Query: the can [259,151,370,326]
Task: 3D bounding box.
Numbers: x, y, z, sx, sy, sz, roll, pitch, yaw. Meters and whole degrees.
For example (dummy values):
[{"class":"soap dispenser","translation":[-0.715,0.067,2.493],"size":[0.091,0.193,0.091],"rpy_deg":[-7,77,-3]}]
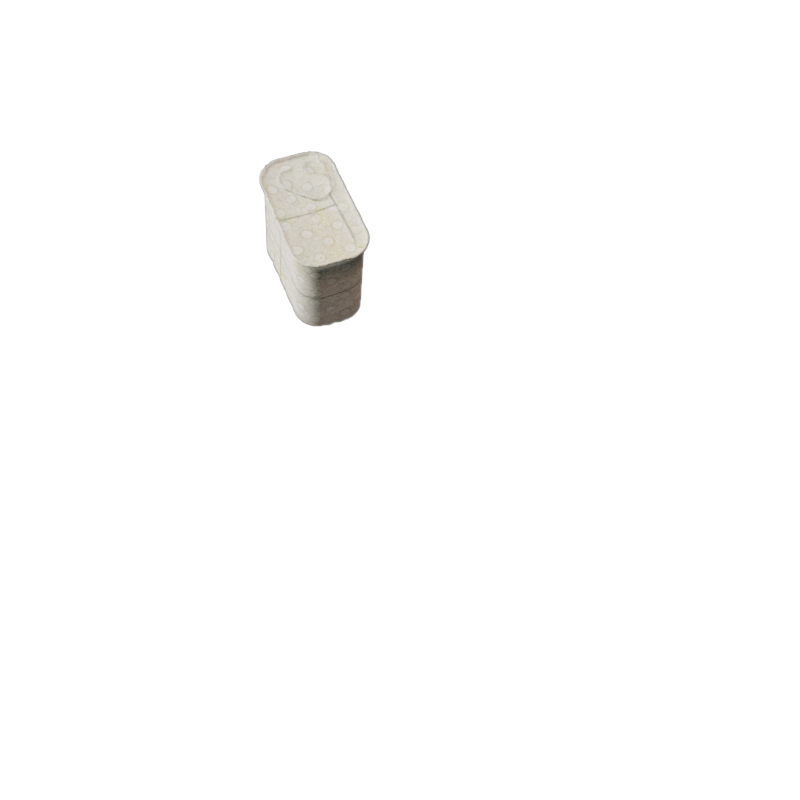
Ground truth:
[{"class":"can","translation":[-0.064,-0.116,0.811],"size":[0.057,0.110,0.078],"rpy_deg":[-17,-31,-13]}]
